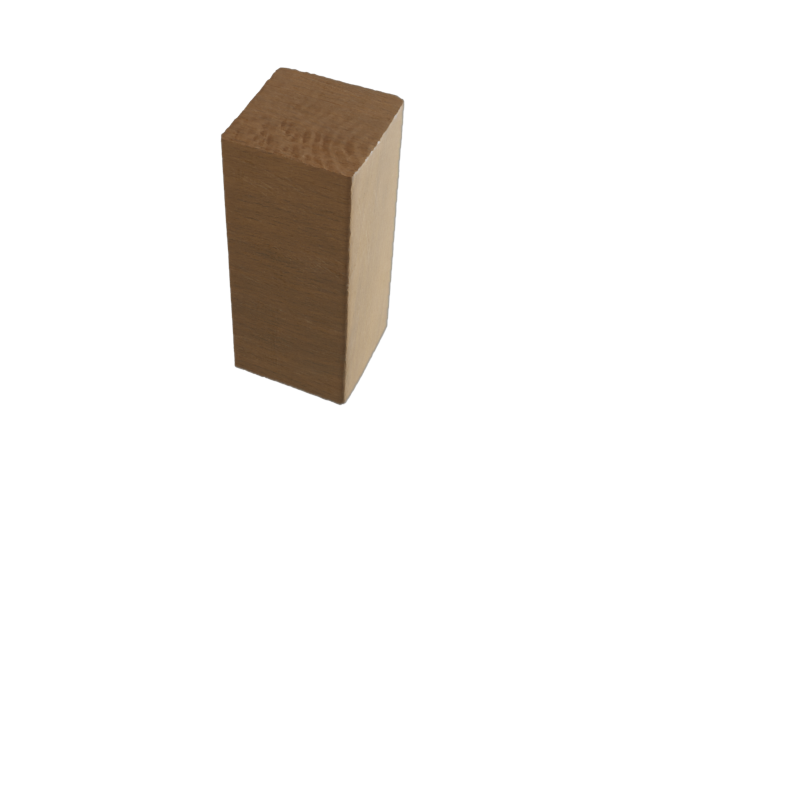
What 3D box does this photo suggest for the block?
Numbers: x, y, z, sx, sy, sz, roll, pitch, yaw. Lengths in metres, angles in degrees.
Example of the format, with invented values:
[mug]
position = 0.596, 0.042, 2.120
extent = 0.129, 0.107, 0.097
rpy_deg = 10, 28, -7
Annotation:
[block]
position = -0.058, -0.107, 0.750
extent = 0.093, 0.192, 0.094
rpy_deg = 18, 48, 14
